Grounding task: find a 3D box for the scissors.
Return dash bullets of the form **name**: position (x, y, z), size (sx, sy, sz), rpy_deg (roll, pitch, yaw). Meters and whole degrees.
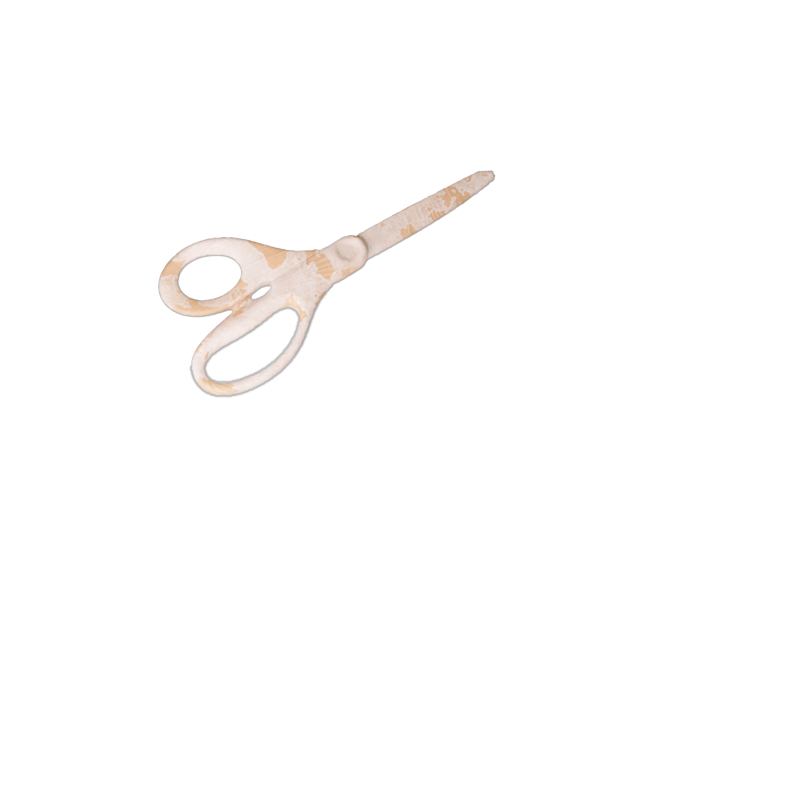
- **scissors**: position (-0.048, -0.087, 0.607), size (0.100, 0.204, 0.015), rpy_deg (38, -19, 16)
